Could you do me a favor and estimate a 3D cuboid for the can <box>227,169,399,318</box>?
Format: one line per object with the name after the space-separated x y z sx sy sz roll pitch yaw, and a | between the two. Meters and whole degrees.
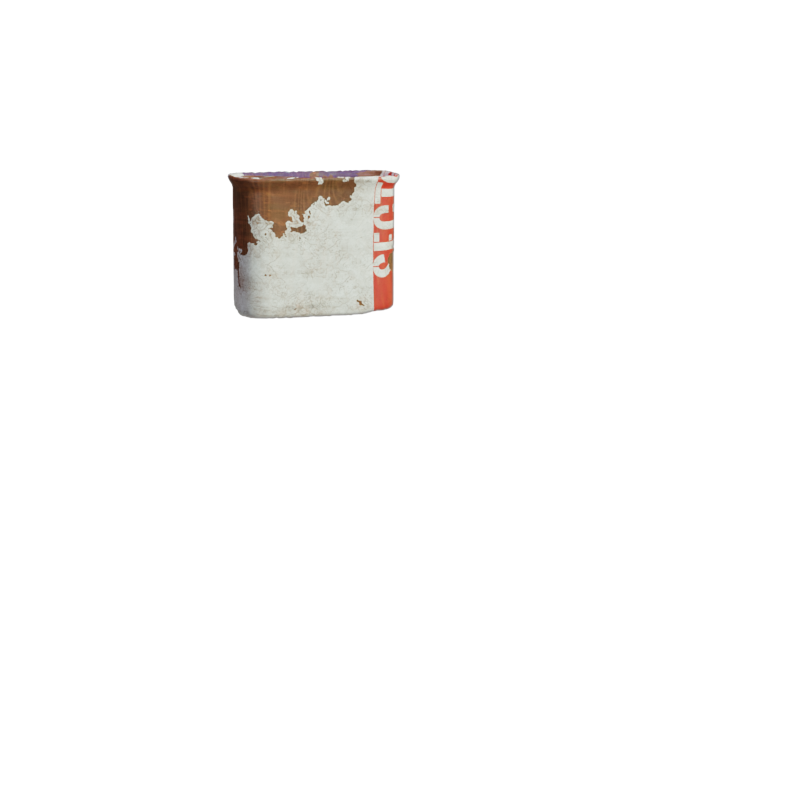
-0.053 -0.097 0.677 0.100 0.082 0.060 -3 11 -13 | can
